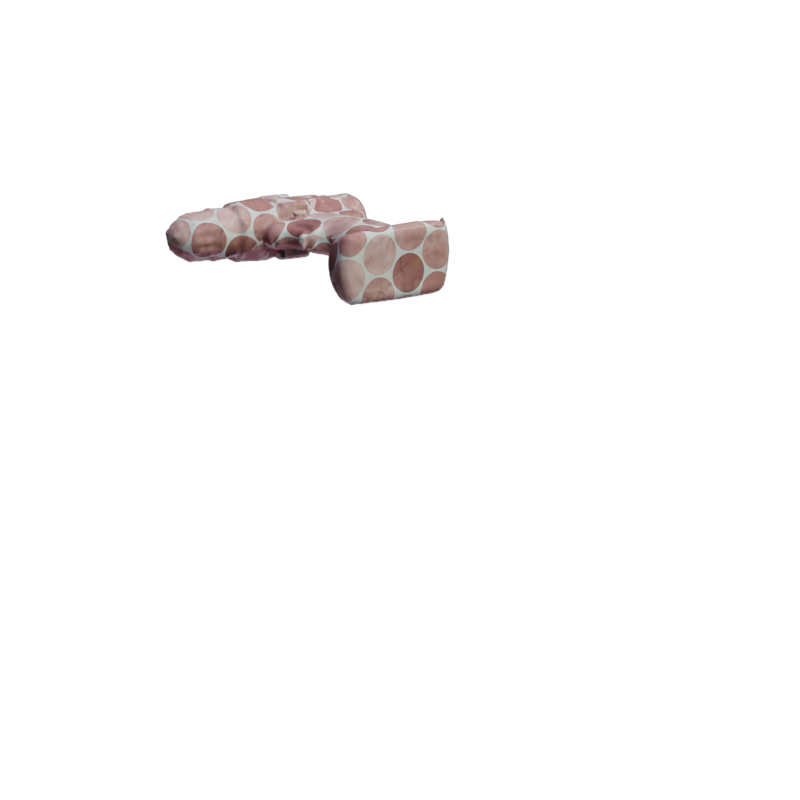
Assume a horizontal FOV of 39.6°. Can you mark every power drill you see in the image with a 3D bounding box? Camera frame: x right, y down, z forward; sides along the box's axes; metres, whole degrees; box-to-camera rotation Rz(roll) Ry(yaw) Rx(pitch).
[{"bbox_3d":[-0.068,-0.125,0.874,0.180,0.055,0.200,-14,26,-33],"label":"power drill"}]
